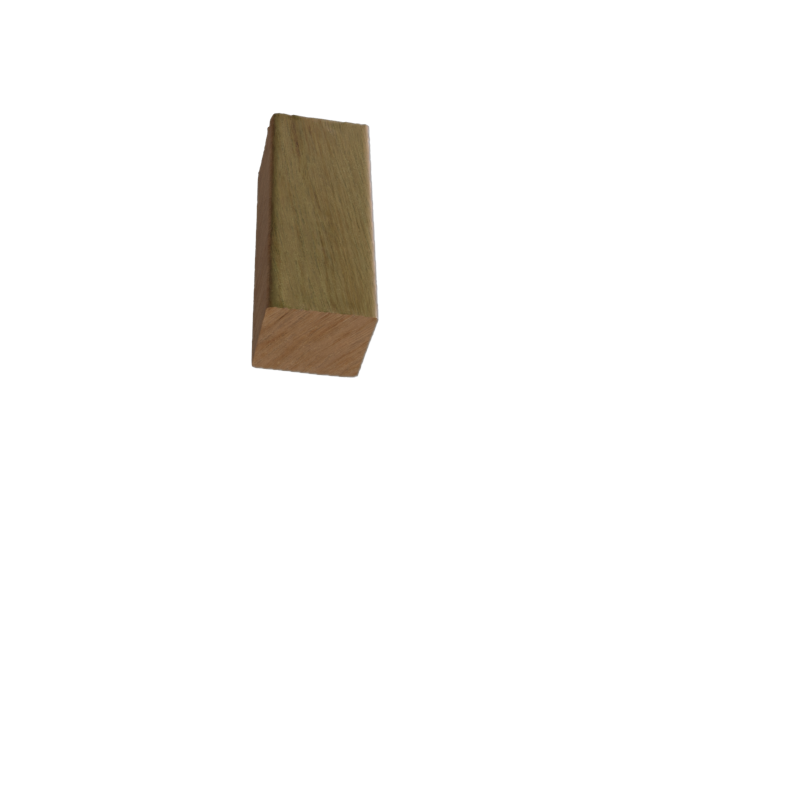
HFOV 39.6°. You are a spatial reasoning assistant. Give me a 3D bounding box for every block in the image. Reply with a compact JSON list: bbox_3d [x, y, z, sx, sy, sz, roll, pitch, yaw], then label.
[{"bbox_3d":[-0.074,-0.133,0.934,0.089,0.221,0.086,5,-36,-11],"label":"block"}]
